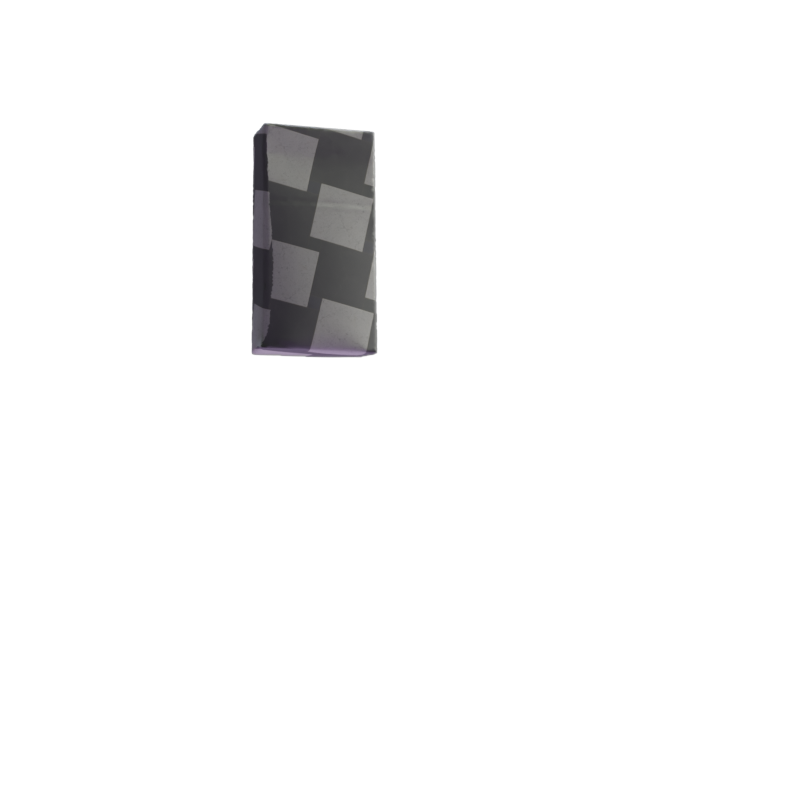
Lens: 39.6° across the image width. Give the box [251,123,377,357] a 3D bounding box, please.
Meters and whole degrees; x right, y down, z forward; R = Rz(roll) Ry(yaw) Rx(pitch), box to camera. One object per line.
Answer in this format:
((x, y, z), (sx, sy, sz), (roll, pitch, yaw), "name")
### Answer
((-0.068, -0.123, 0.864), (0.091, 0.181, 0.048), (3, -12, -17), "box")
